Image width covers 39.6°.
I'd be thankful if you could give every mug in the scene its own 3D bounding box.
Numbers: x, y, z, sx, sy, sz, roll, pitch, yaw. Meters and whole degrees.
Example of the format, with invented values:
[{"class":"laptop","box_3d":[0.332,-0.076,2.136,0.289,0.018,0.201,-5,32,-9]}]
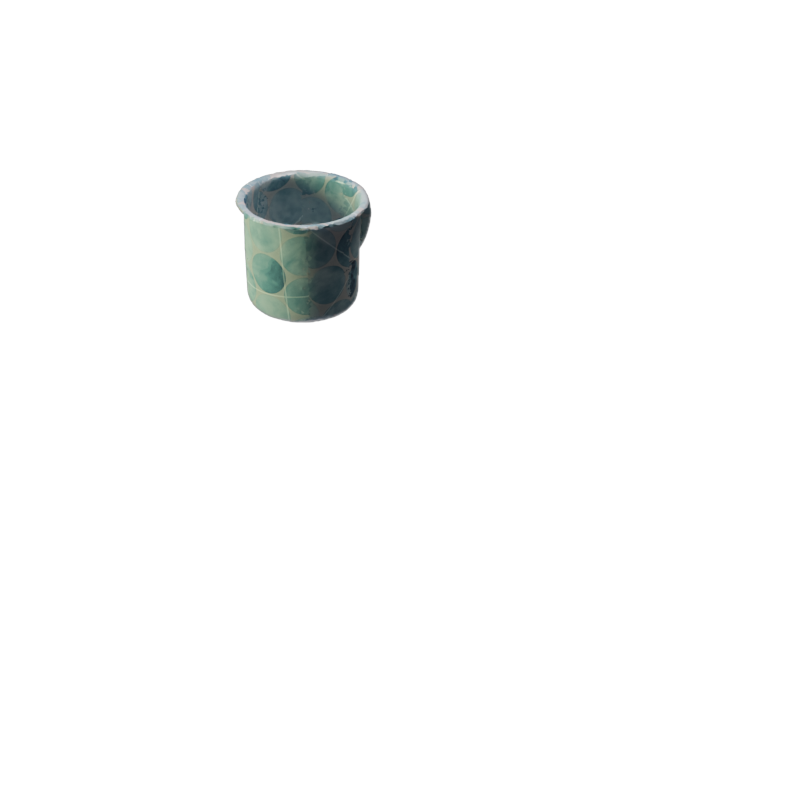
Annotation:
[{"class":"mug","box_3d":[-0.063,-0.115,0.802,0.099,0.077,0.118,23,39,30]}]
